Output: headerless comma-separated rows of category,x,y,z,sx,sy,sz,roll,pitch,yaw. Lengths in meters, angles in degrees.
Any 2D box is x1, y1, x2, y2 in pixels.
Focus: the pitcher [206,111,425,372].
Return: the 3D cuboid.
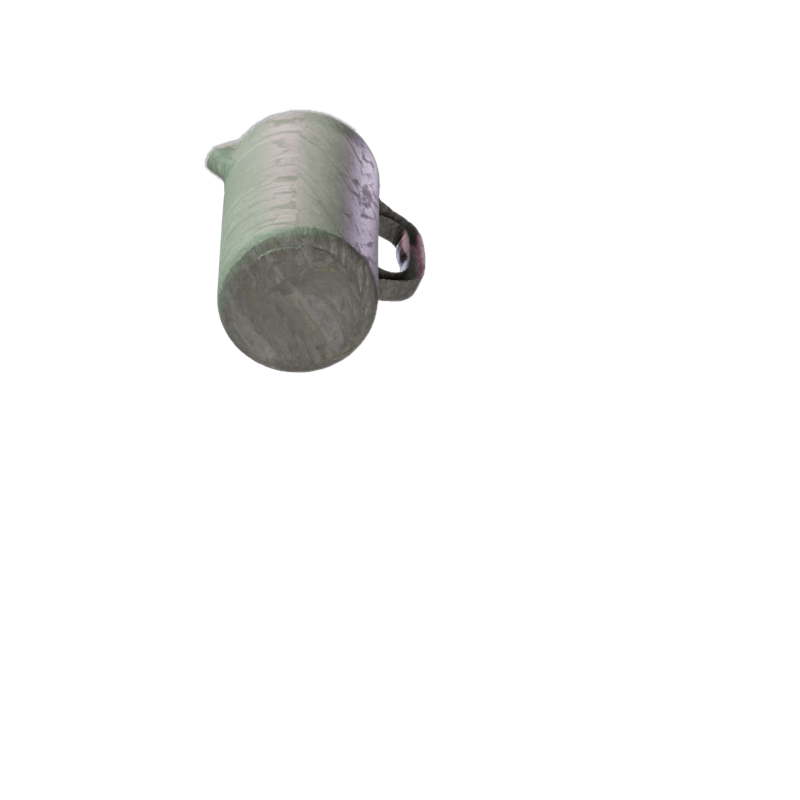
pitcher,-0.066,-0.120,0.842,0.149,0.136,0.257,-19,28,7
